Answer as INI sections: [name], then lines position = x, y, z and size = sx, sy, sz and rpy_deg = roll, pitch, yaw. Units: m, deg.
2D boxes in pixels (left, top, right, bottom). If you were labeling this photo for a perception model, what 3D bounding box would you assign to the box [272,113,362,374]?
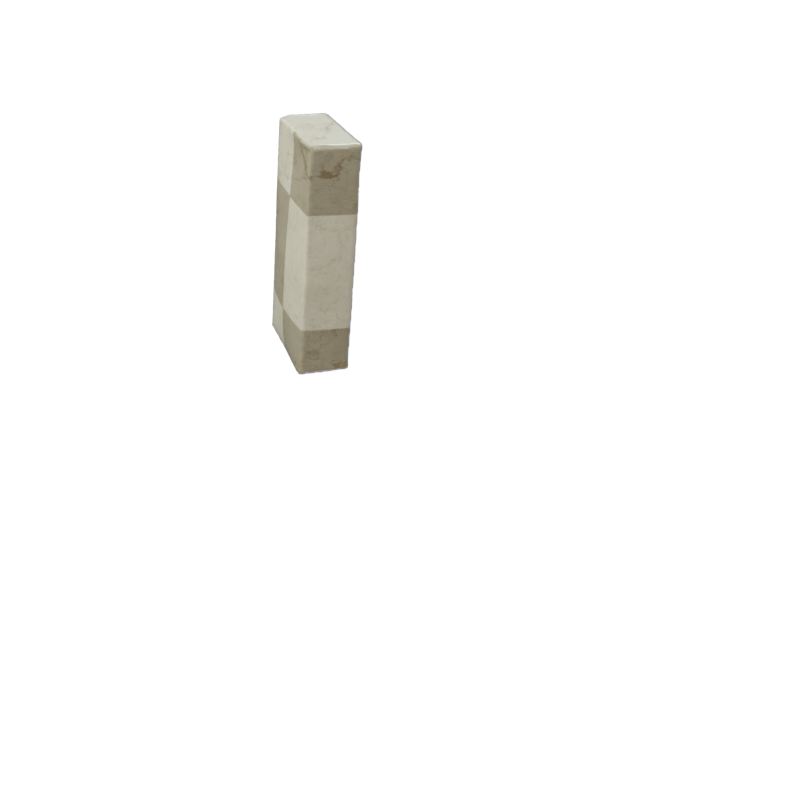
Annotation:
[box]
position = -0.065, -0.119, 0.830
size = 0.047, 0.168, 0.100
rpy_deg = -6, 24, -17
